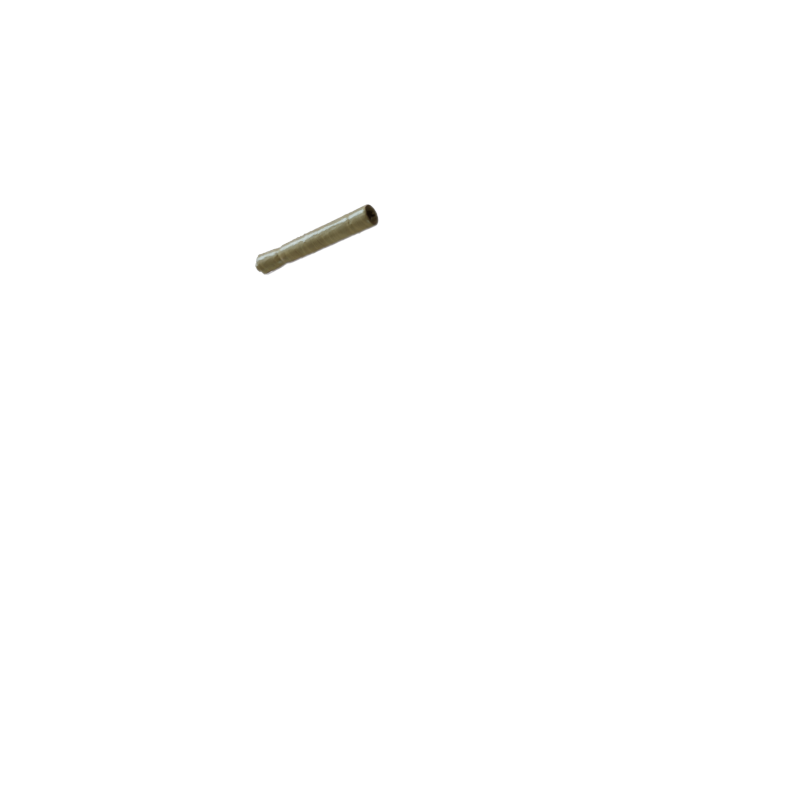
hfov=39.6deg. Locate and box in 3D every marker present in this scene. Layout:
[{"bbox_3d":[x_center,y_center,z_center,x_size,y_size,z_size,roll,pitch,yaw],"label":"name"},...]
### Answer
[{"bbox_3d":[-0.072,-0.131,0.915,0.122,0.020,0.019,-19,-7,31],"label":"marker"}]
